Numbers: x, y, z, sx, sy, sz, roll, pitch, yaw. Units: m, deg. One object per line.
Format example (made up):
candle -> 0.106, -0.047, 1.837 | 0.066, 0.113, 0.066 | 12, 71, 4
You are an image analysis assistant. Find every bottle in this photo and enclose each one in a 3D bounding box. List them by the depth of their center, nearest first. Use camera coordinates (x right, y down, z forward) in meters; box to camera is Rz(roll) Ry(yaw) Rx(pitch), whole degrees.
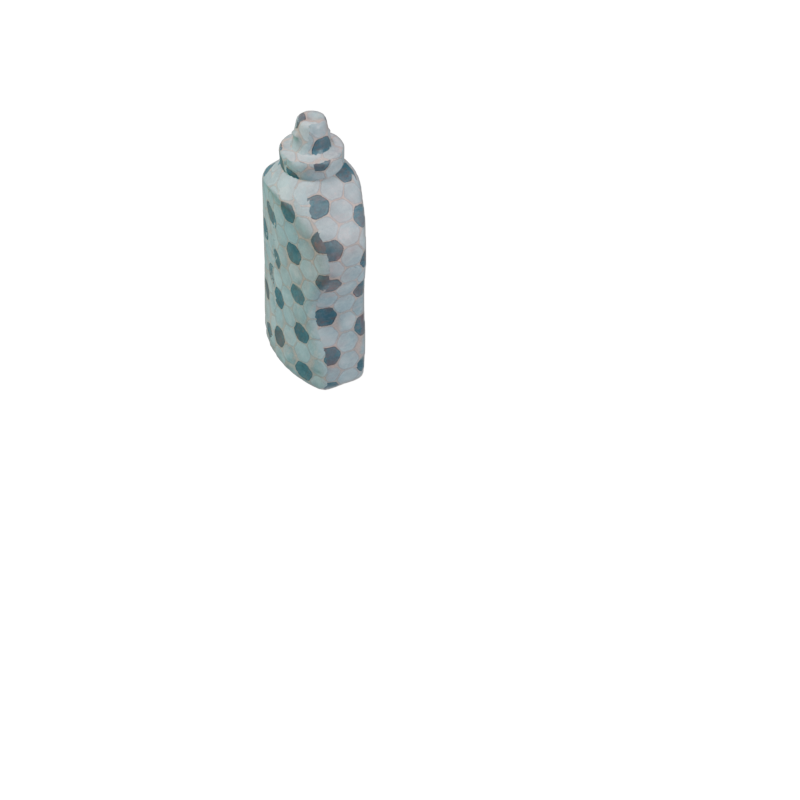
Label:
bottle -> -0.058, -0.105, 0.733 | 0.058, 0.179, 0.104 | -16, 44, -22
